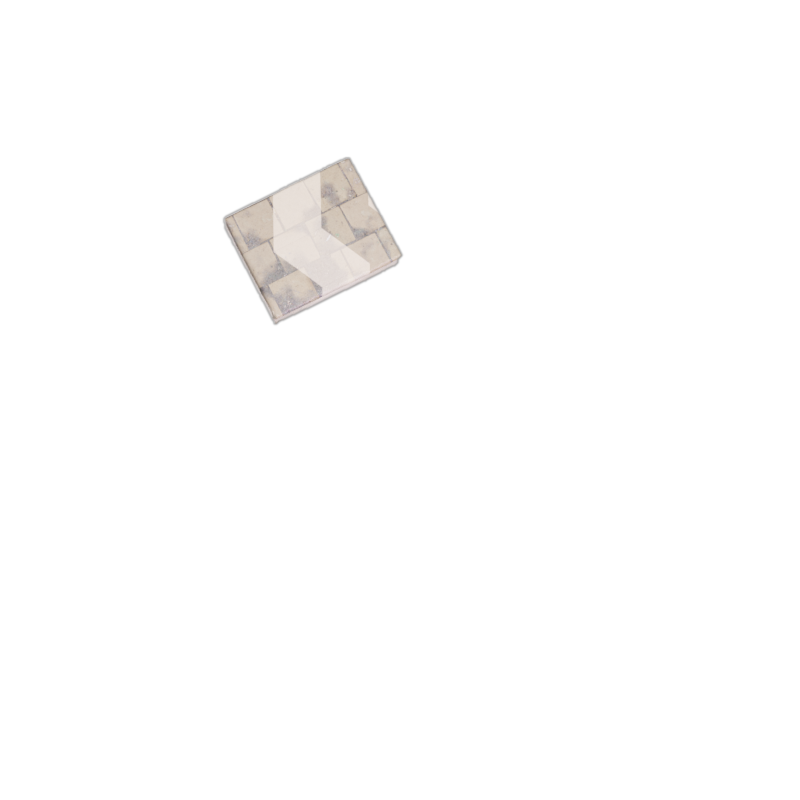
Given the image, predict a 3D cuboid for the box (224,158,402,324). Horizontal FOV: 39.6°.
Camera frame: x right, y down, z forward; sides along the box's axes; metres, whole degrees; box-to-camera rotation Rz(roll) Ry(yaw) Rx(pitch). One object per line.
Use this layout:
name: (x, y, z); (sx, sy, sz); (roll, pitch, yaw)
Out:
box: (-0.068, -0.124, 0.867); (0.113, 0.093, 0.038); (-27, -10, -6)
